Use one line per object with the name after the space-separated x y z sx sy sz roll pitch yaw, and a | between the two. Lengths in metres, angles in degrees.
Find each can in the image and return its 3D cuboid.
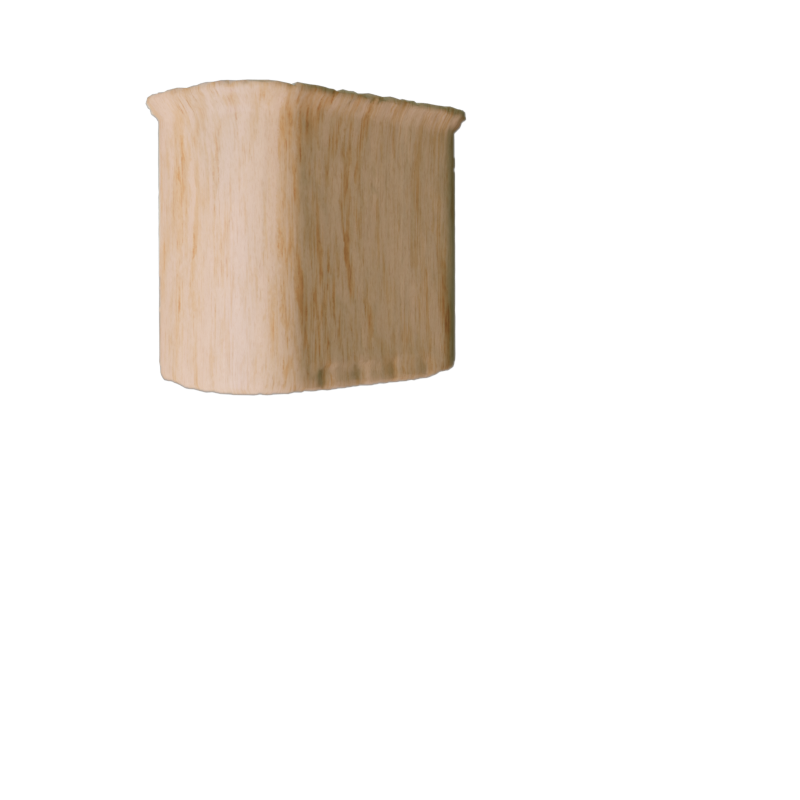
-0.026 -0.048 0.337 0.060 0.084 0.098 1 3 43 | can
